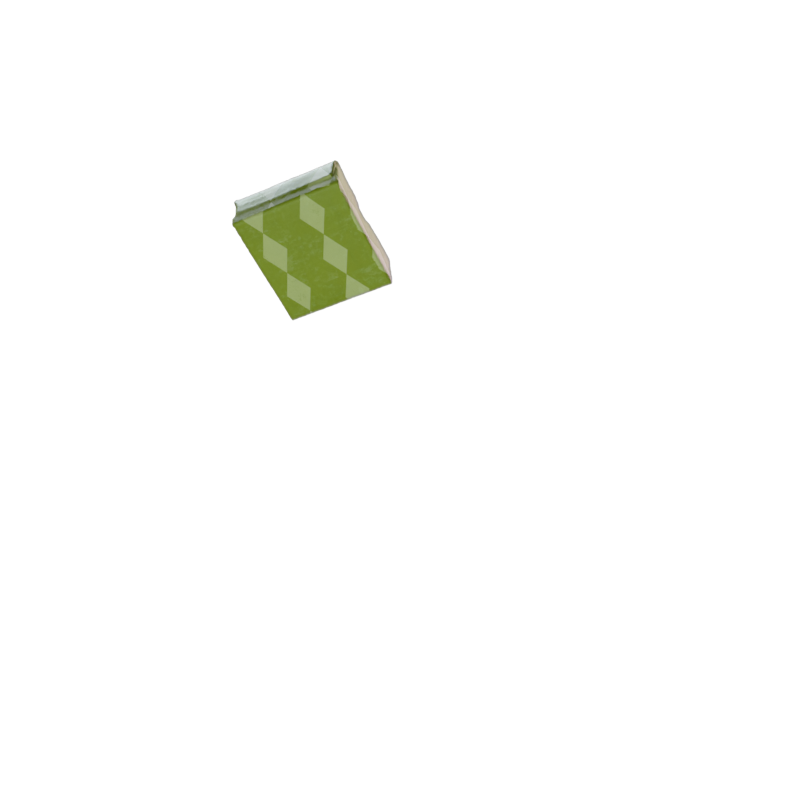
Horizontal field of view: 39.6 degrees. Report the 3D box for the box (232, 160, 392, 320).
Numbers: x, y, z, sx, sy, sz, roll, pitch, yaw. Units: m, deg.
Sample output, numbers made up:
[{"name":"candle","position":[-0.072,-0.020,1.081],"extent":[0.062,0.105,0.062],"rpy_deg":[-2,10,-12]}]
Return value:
[{"name":"box","position":[-0.056,-0.102,0.712],"extent":[0.073,0.083,0.032],"rpy_deg":[-20,35,14]}]
